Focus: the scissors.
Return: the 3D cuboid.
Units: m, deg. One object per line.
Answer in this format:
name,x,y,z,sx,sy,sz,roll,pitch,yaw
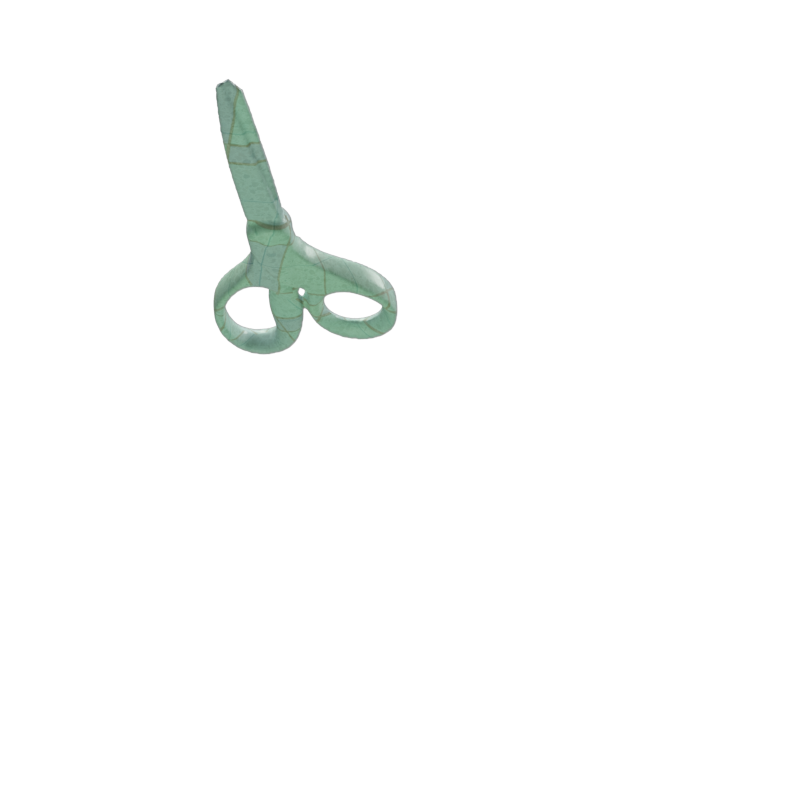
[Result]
scissors,-0.037,-0.068,0.474,0.095,0.017,0.193,5,-25,-10
